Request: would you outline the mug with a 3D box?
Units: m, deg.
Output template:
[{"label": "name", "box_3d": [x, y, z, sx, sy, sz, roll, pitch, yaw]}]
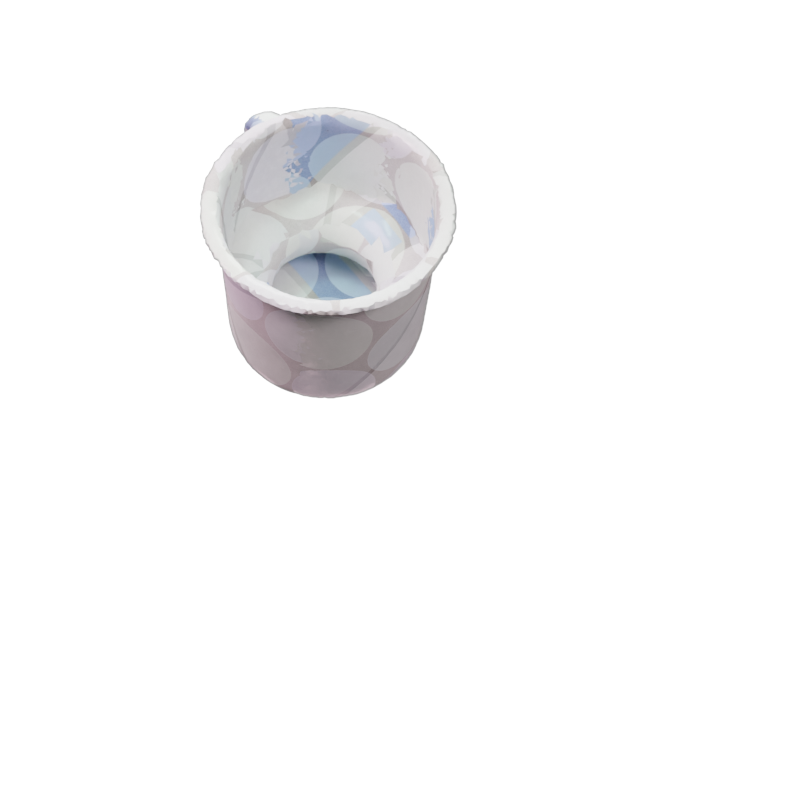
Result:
[{"label": "mug", "box_3d": [-0.034, -0.063, 0.440, 0.093, 0.125, 0.076, -24, -28, -15]}]
